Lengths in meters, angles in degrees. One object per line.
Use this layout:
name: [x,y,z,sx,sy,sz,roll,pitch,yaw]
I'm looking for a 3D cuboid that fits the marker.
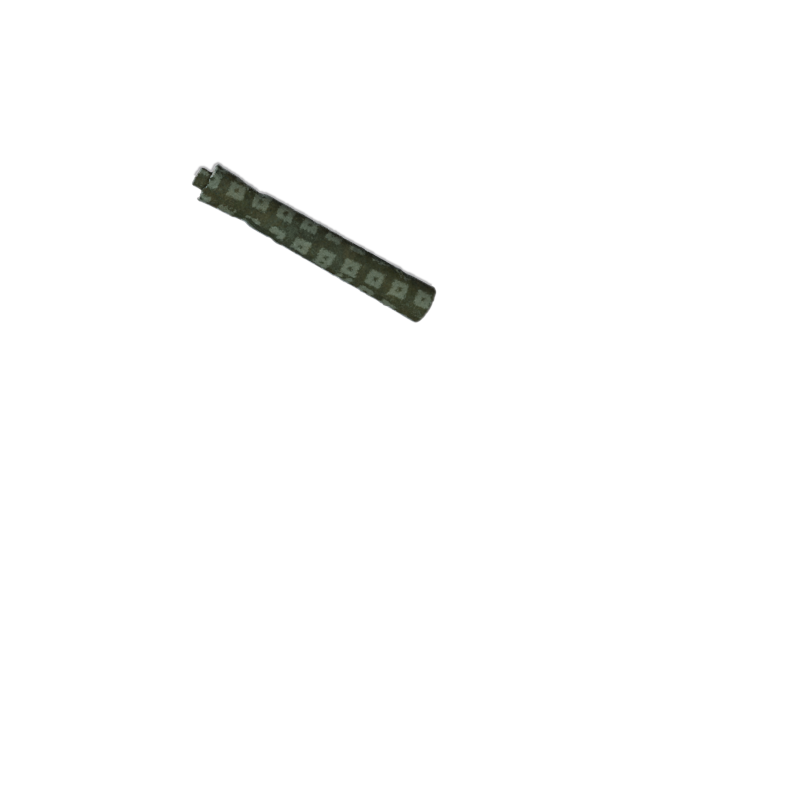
marker: [-0.039,-0.071,0.500,0.118,0.020,0.020,29,-3,-10]
